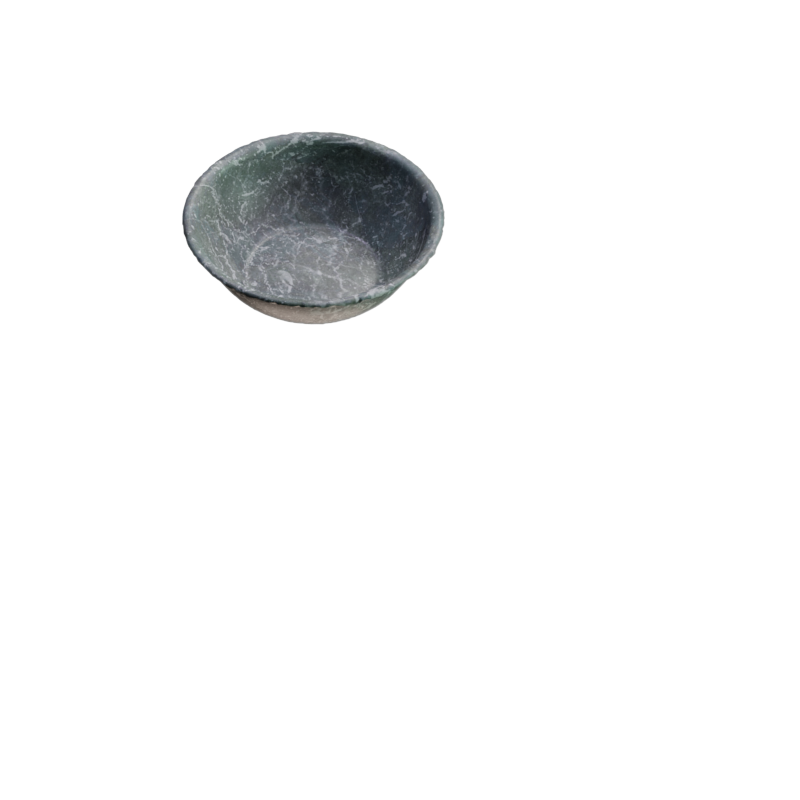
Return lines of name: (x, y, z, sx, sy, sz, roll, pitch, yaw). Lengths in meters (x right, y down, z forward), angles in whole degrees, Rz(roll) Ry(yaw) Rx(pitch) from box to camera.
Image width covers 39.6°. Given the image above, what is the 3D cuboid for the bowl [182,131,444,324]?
bowl: (-0.055, -0.100, 0.703, 0.162, 0.174, 0.051, -1, -43, -1)
